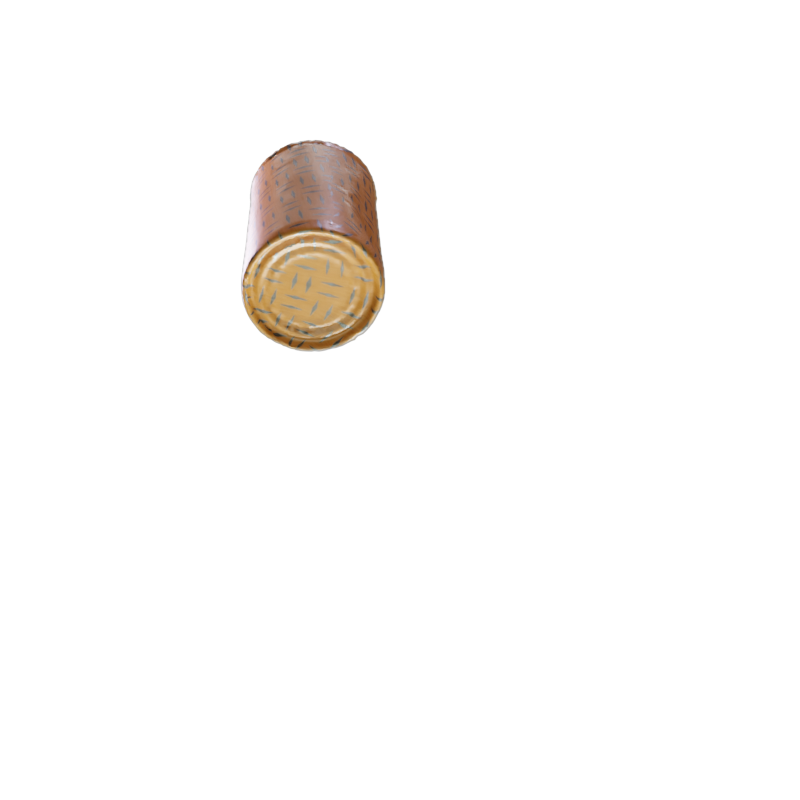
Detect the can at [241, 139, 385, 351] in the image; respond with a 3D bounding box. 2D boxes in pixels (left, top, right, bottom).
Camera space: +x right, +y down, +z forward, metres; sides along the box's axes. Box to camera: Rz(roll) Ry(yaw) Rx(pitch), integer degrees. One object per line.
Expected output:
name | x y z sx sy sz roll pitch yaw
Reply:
can | -0.043 -0.078 0.549 0.068 0.064 0.109 -1 32 -3
